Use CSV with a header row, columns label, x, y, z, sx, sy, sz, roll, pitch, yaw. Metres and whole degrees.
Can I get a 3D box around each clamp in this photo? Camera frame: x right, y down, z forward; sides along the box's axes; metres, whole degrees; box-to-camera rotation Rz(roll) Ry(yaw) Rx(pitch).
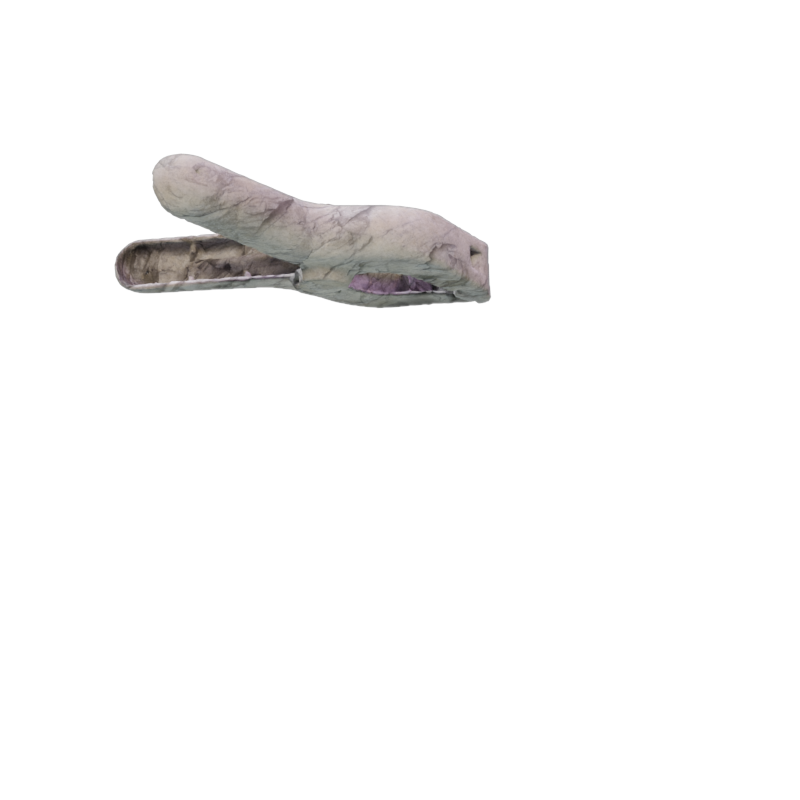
label,x,y,z,sx,sy,sz,roll,pitch,yaw
clamp,-0.037,-0.068,0.479,0.169,0.040,0.118,1,-8,-10
